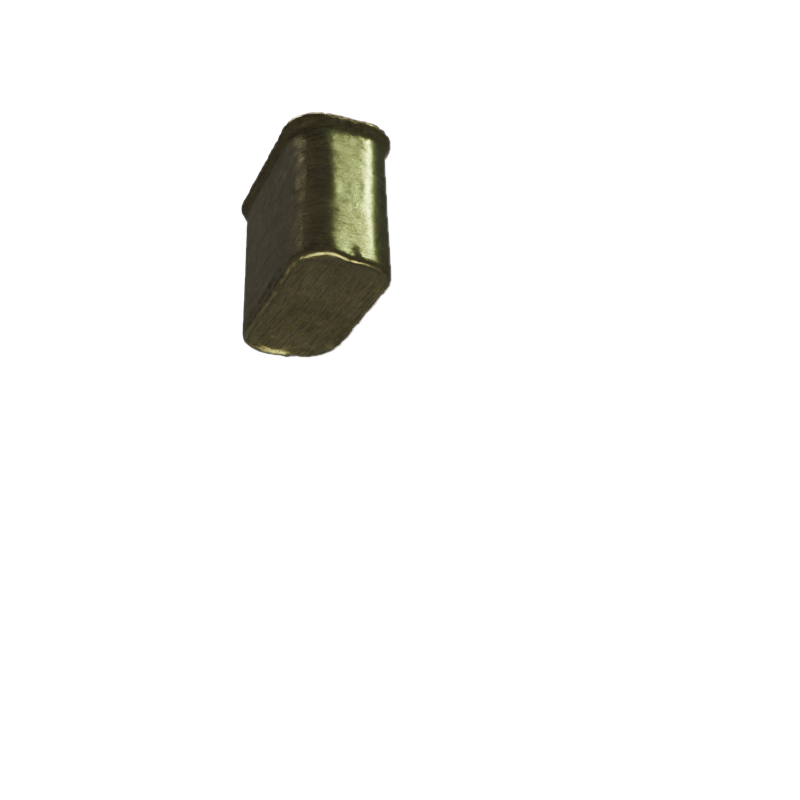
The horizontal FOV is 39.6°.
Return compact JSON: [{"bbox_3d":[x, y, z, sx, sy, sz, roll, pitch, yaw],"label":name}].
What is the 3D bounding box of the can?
[{"bbox_3d":[-0.044,-0.080,0.561,0.056,0.089,0.099,12,-34,-21],"label":"can"}]
